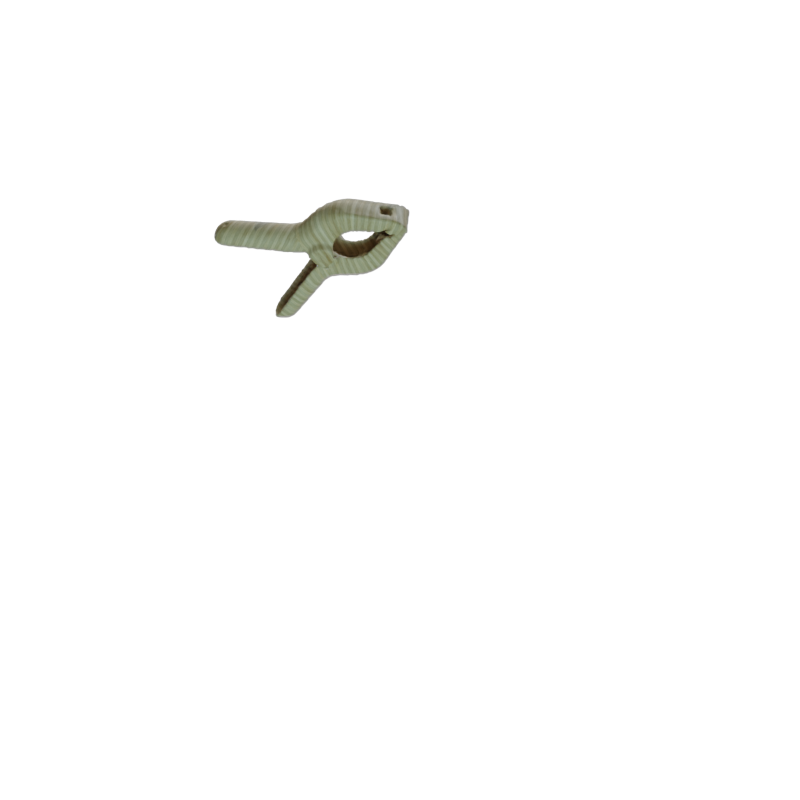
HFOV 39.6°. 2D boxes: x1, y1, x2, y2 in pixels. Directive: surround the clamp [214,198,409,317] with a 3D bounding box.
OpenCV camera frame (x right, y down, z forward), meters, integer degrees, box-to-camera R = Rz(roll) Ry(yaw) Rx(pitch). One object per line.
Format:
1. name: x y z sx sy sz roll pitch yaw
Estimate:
1. clamp: -0.077 -0.141 0.985 0.172 0.042 0.112 -25 -46 27
